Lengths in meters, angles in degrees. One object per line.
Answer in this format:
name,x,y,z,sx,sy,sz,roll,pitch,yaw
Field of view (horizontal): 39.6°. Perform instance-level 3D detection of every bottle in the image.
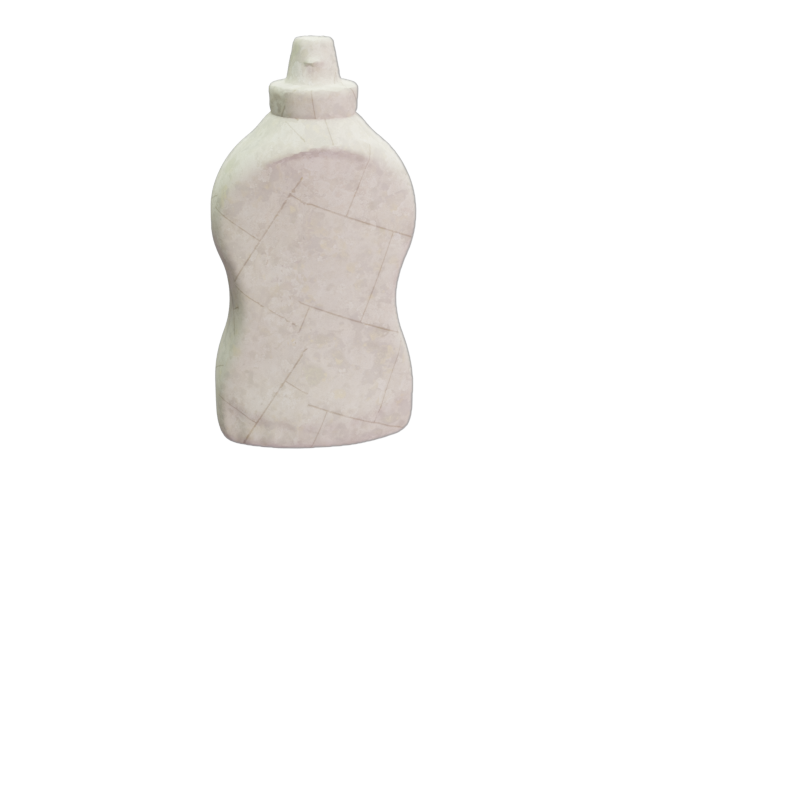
bottle,-0.041,-0.075,0.524,0.095,0.184,0.061,-1,18,-7
